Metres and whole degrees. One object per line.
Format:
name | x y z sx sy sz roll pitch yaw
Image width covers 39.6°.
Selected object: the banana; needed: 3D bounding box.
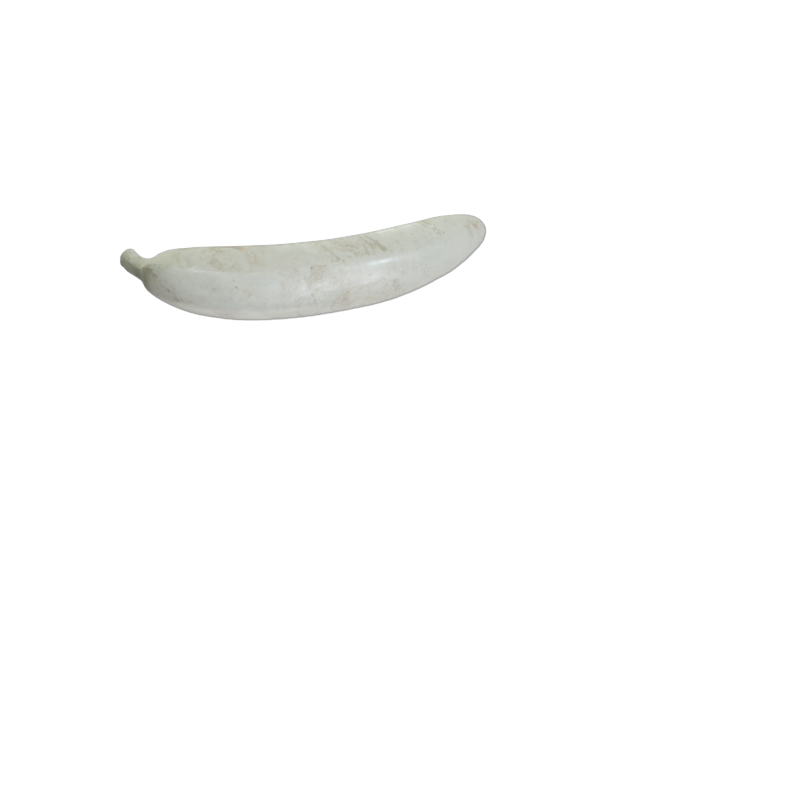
banana | -0.047 -0.071 0.571 0.196 0.034 0.075 -4 40 -5
